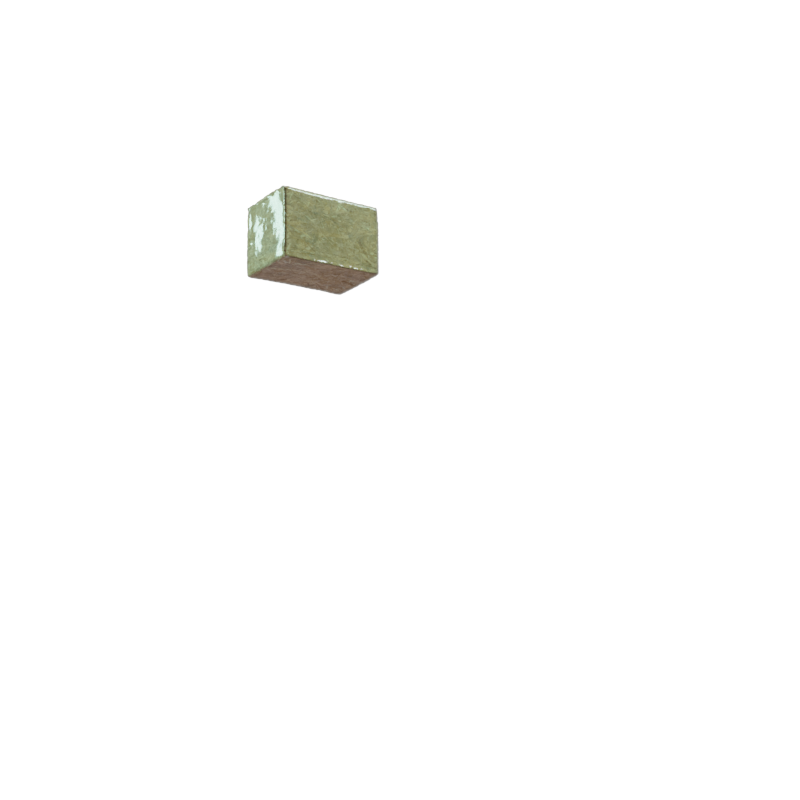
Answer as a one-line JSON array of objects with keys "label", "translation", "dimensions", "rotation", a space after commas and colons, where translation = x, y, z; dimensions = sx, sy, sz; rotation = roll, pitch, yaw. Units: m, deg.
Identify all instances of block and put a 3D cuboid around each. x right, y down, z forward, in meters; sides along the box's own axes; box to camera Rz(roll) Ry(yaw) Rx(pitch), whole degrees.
[{"label": "block", "translation": [-0.060, -0.109, 0.766], "dimensions": [0.074, 0.054, 0.053], "rotation": [10, -20, -33]}]
